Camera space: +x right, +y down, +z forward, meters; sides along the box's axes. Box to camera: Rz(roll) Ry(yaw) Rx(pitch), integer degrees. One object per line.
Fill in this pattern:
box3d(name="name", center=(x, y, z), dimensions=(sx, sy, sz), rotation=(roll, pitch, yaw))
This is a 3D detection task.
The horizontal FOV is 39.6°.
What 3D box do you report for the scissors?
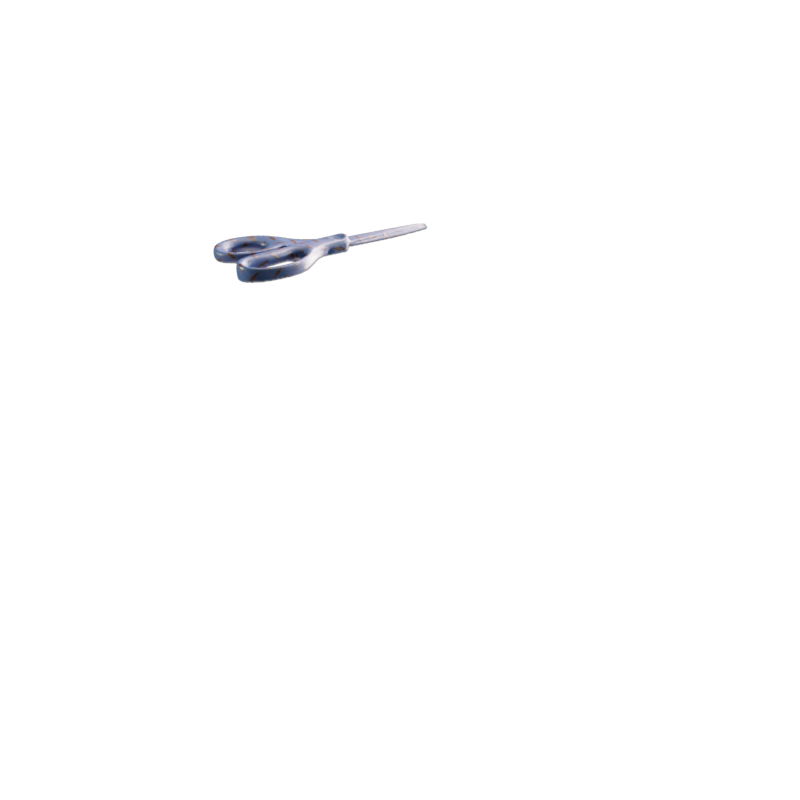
box3d(name="scissors", center=(-0.074, -0.134, 0.939), dimensions=(0.101, 0.015, 0.200), rotation=(17, 29, 34))
